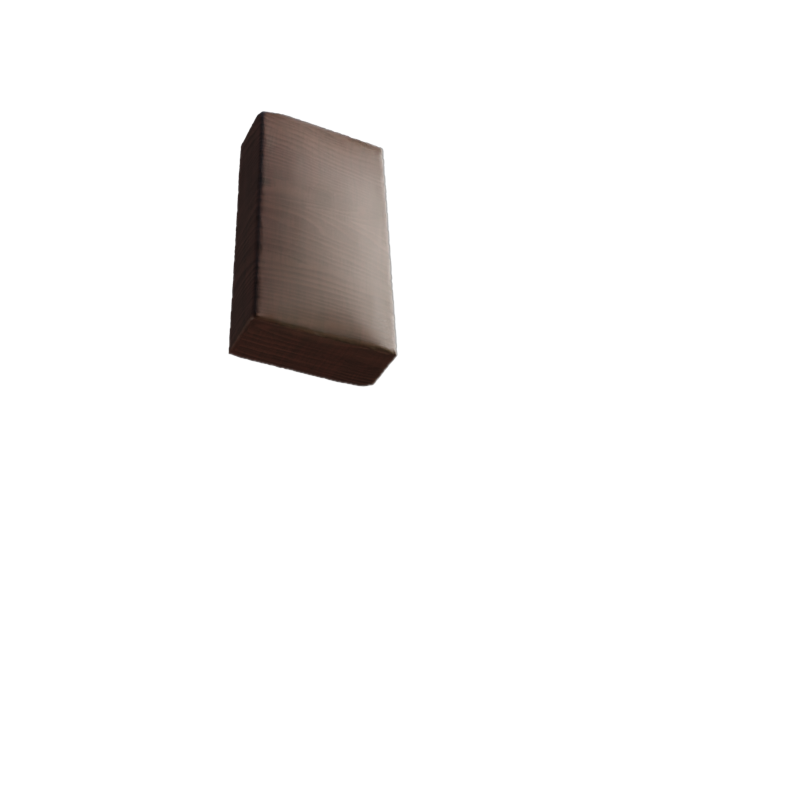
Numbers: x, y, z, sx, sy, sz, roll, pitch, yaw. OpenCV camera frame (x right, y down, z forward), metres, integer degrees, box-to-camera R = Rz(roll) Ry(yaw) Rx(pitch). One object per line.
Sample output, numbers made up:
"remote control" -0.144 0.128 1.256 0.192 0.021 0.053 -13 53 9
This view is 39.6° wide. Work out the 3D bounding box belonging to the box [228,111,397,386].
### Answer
"box" -0.054 -0.099 0.690 0.090 0.189 0.046 14 -40 -21
